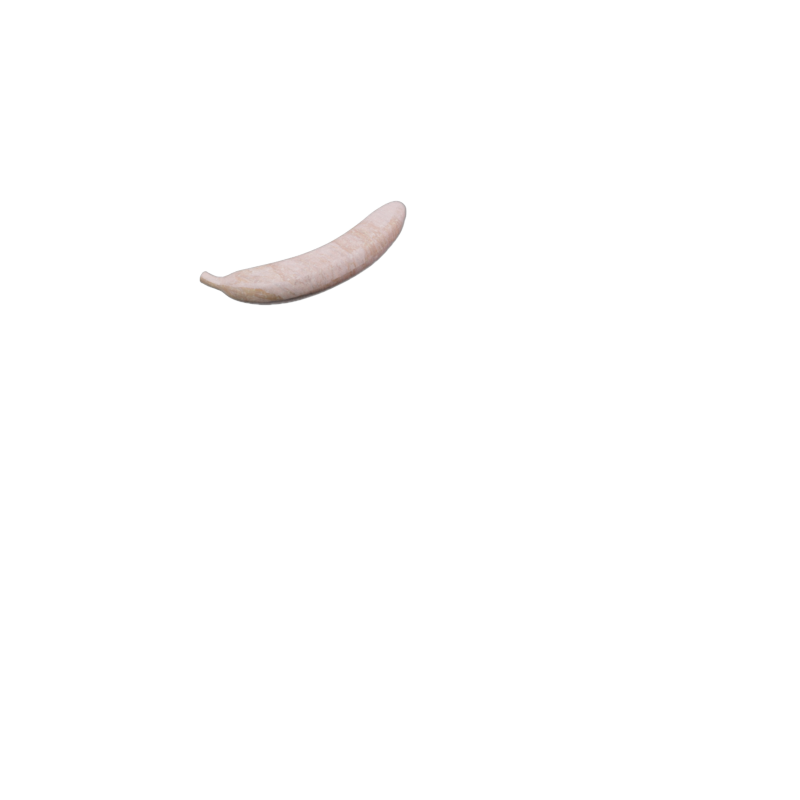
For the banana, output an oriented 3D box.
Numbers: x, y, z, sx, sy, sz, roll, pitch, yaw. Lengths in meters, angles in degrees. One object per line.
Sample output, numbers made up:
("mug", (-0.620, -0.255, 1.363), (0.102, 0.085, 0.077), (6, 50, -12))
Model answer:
("banana", (-0.070, -0.123, 0.954), (0.196, 0.075, 0.034), (-21, -36, -17))
